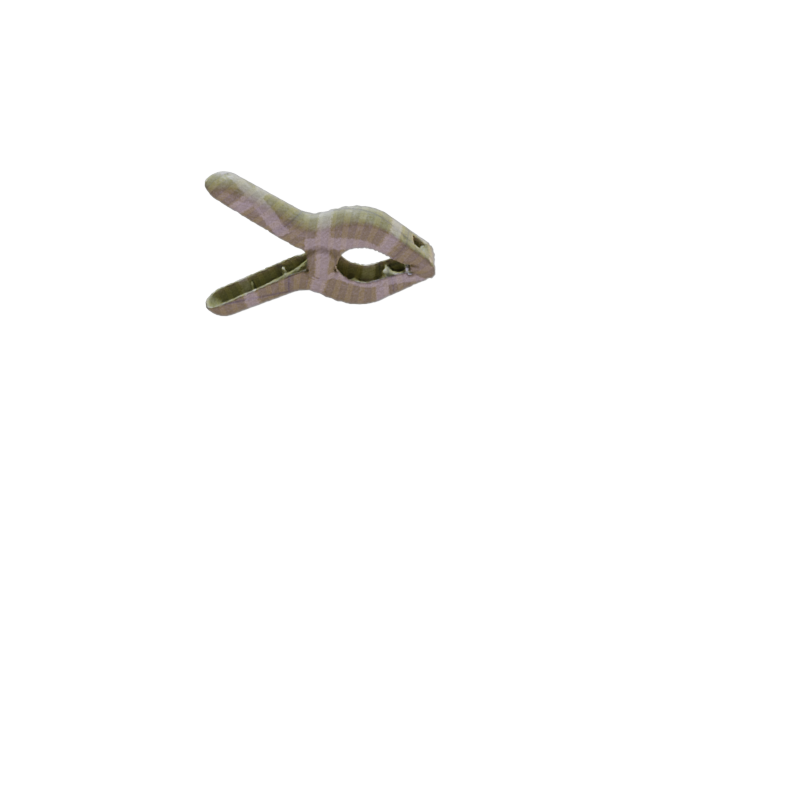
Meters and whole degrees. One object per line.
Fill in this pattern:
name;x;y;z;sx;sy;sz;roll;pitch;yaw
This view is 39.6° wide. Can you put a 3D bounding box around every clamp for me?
clamp;-0.062;-0.112;0.788;0.172;0.042;0.111;-3;-45;3
